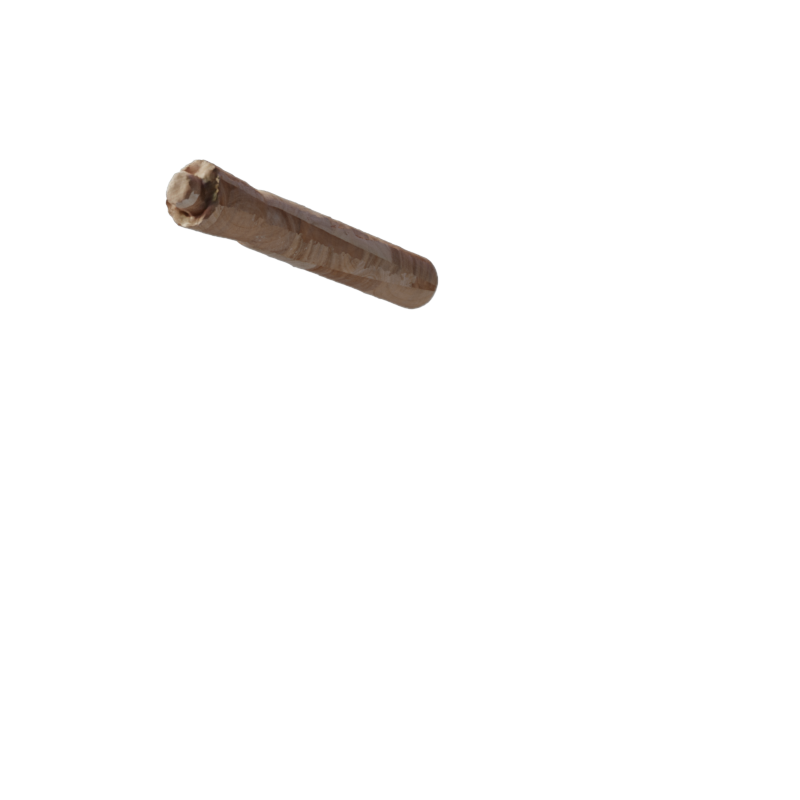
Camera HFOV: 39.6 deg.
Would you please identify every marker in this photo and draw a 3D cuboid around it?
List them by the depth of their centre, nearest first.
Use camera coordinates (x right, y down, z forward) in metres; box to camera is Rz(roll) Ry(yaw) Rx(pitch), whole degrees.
[{"bbox_3d":[-0.026,-0.047,0.333,0.020,0.020,0.114,3,-6,34],"label":"marker"}]
